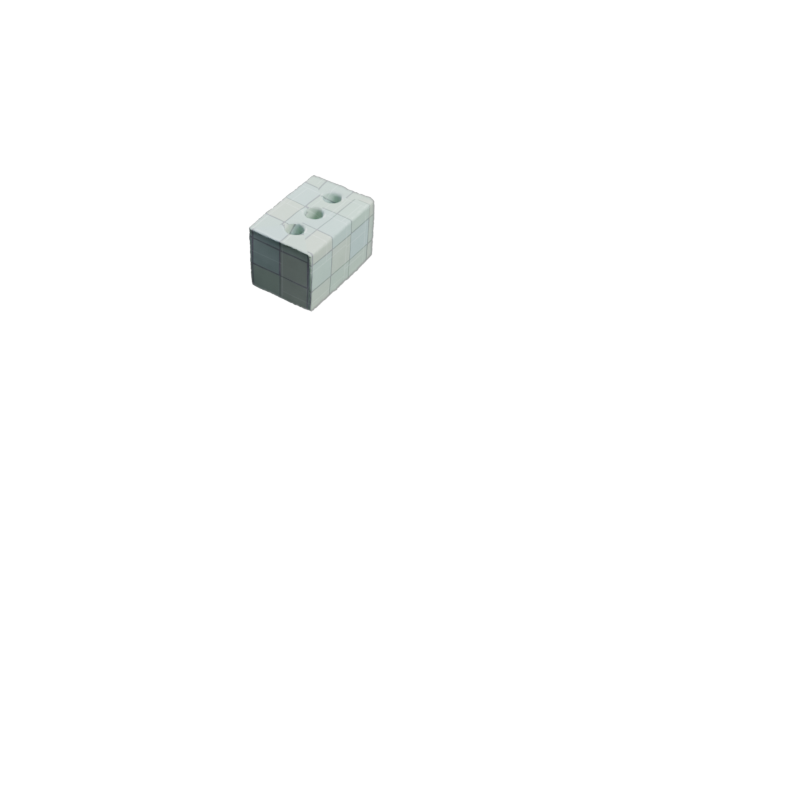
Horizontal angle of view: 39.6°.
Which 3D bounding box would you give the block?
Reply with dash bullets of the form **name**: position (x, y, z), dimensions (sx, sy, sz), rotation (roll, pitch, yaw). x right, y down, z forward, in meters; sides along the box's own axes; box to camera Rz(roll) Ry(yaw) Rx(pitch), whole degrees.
- **block**: position (-0.059, -0.108, 0.759), dimensions (0.055, 0.048, 0.080), rotation (23, 47, 22)
